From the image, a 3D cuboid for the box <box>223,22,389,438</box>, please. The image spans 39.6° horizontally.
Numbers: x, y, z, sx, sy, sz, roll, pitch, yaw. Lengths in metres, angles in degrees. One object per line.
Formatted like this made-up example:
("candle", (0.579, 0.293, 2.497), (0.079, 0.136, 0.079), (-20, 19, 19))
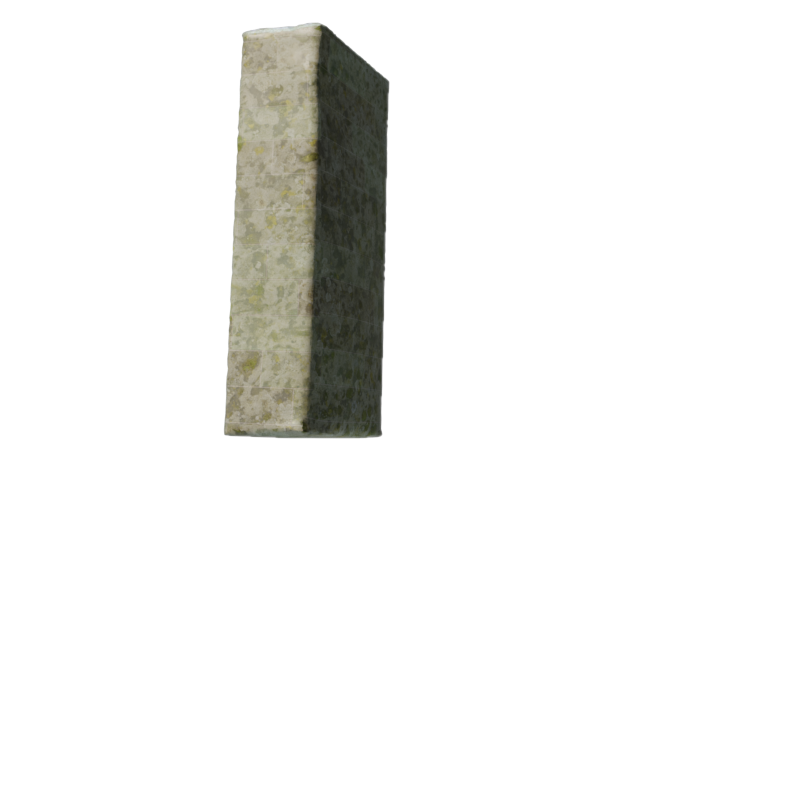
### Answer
("box", (-0.040, -0.072, 0.506), (0.049, 0.180, 0.089), (-4, -9, 20))
